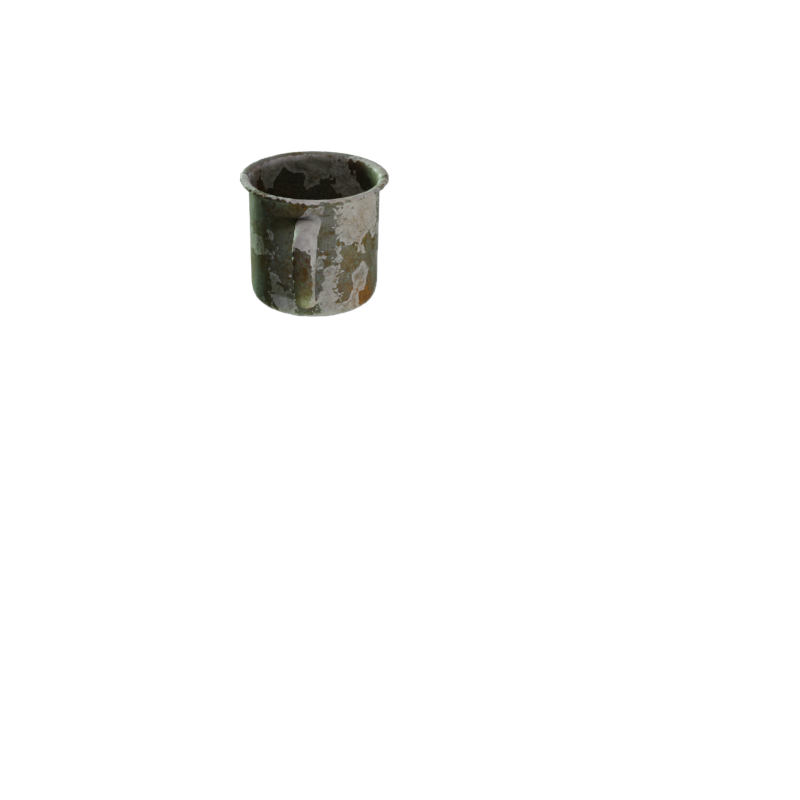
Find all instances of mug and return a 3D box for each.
[{"bbox_3d":[-0.055,-0.099,0.696,0.093,0.077,0.124,1,29,0],"label":"mug"}]
